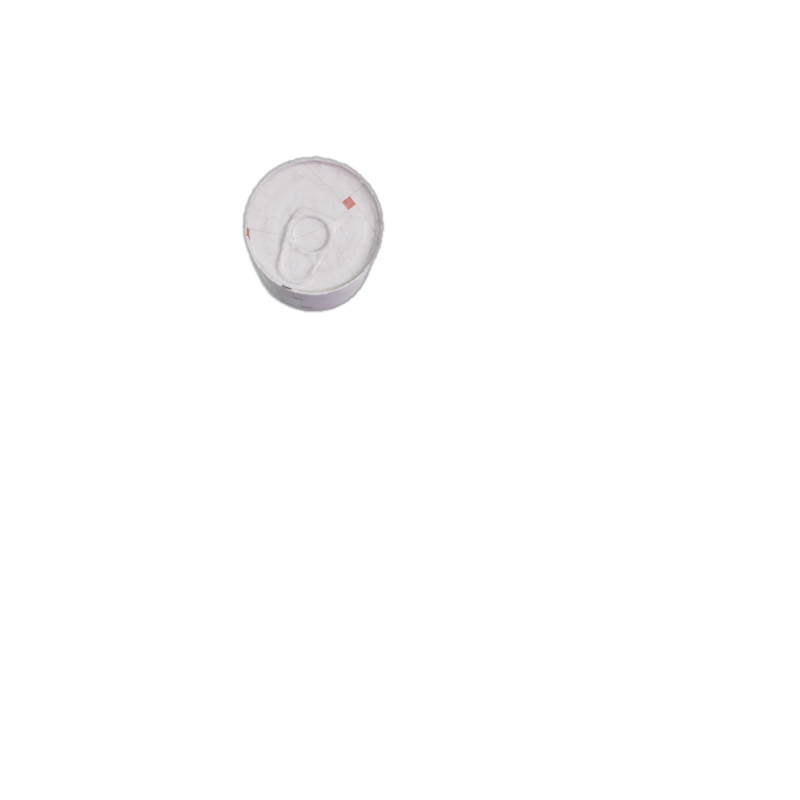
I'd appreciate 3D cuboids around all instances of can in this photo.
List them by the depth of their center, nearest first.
[{"bbox_3d":[-0.046,-0.084,0.588,0.068,0.070,0.101,0,-4,-3],"label":"can"}]
